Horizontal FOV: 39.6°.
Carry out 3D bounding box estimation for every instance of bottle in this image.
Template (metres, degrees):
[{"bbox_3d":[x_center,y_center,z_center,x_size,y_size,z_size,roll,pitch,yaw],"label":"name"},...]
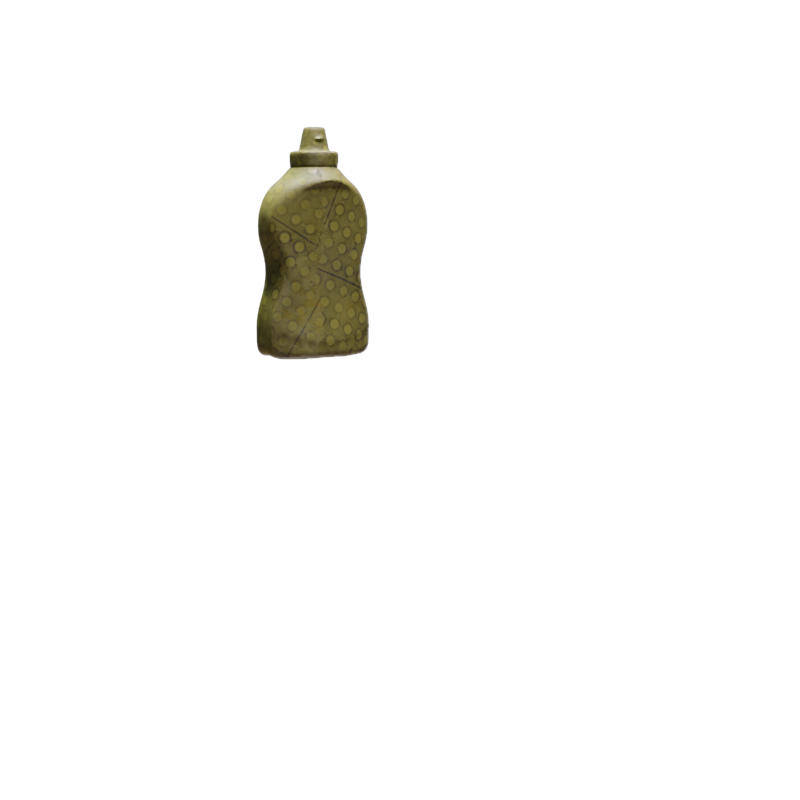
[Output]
[{"bbox_3d":[-0.073,-0.133,0.934,0.093,0.191,0.060,-2,3,-30],"label":"bottle"}]
